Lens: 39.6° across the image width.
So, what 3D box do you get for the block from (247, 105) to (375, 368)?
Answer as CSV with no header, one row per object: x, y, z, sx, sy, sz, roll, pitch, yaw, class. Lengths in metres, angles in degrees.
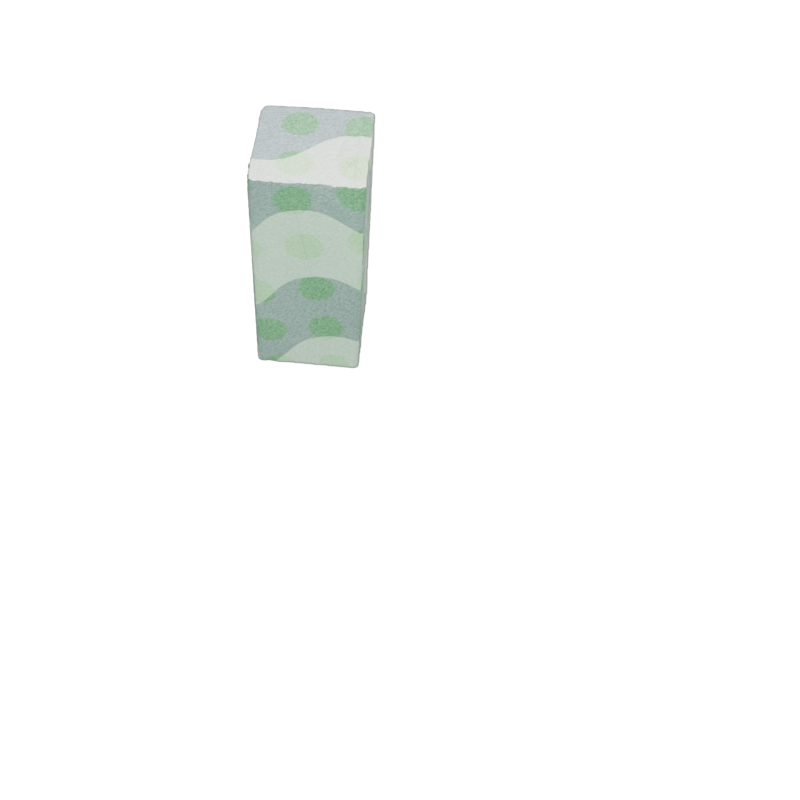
-0.071,-0.129,0.900,0.090,0.097,0.192,5,-40,1,block
